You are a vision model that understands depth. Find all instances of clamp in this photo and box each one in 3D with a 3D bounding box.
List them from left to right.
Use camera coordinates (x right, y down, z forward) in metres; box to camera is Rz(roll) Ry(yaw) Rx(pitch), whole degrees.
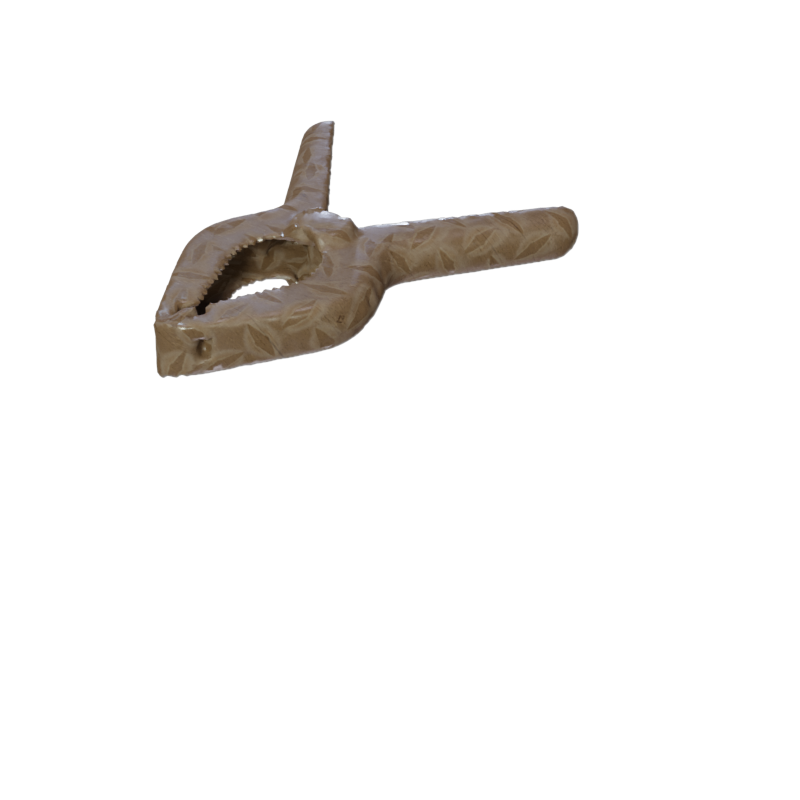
[{"bbox_3d":[-0.041,-0.075,0.523,0.176,0.034,0.210,30,46,35],"label":"clamp"}]
